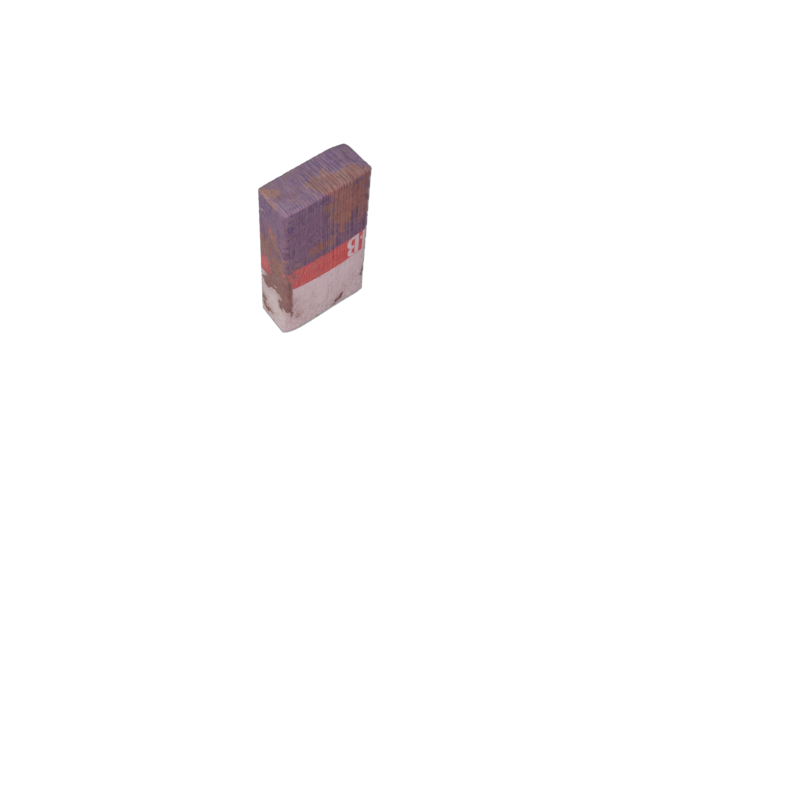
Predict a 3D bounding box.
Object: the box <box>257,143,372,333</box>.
[{"bbox_3d":[-0.076,-0.140,0.975,0.094,0.051,0.165,-33,-26,-23],"label":"box"}]
